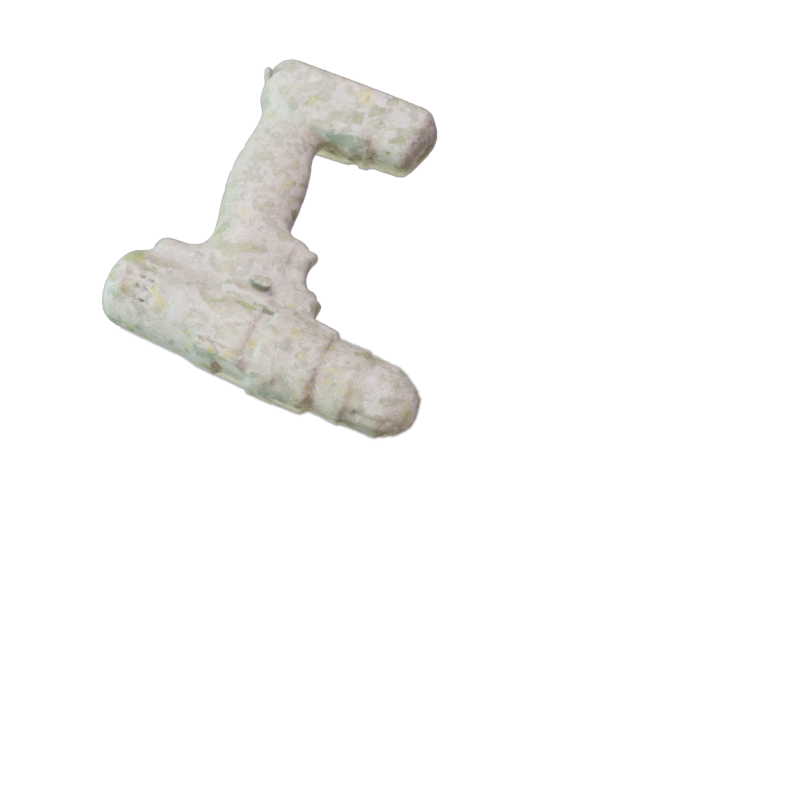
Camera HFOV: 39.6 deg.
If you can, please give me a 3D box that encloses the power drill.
[{"bbox_3d":[-0.049,-0.089,0.622,0.188,0.193,0.054,23,-21,9],"label":"power drill"}]
